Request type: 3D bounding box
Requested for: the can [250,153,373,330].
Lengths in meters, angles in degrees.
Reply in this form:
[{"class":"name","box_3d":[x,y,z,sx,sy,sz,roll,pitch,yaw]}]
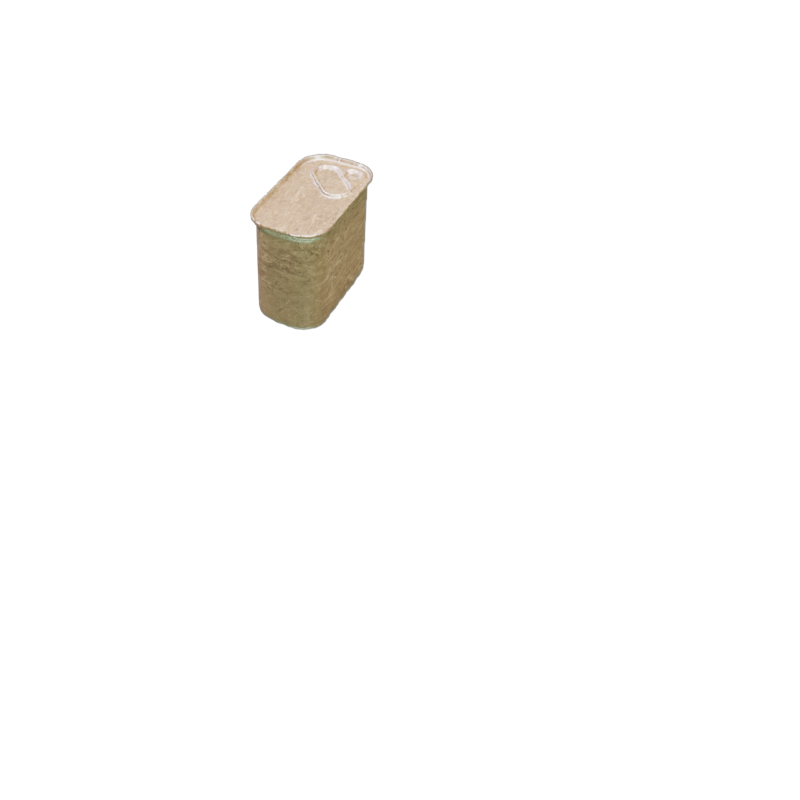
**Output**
[{"class":"can","box_3d":[-0.061,-0.112,0.783,0.059,0.078,0.105,17,42,17]}]
